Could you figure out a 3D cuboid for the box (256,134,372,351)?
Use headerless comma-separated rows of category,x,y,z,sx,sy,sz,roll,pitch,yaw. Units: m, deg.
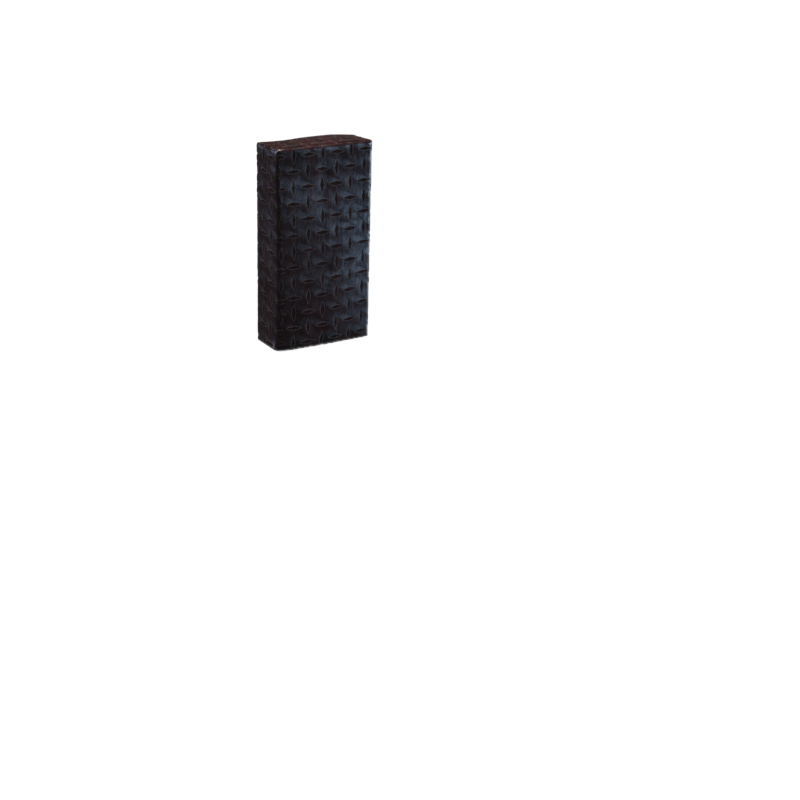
box,-0.074,-0.135,0.942,0.091,0.170,0.051,-9,18,-30
